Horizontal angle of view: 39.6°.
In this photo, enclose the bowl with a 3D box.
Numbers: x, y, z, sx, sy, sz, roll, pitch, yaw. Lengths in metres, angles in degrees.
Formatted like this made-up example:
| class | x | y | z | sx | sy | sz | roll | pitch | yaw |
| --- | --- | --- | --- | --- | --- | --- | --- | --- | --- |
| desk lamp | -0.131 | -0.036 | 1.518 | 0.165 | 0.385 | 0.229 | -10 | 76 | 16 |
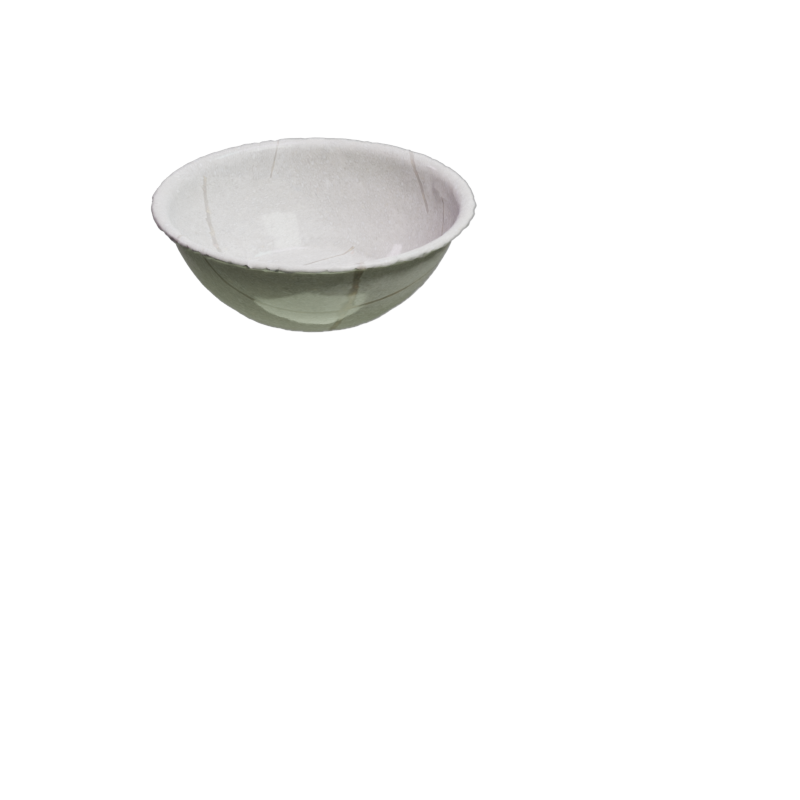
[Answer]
| class | x | y | z | sx | sy | sz | roll | pitch | yaw |
| --- | --- | --- | --- | --- | --- | --- | --- | --- | --- |
| bowl | -0.044 | -0.081 | 0.566 | 0.162 | 0.052 | 0.172 | -1 | 32 | -2 |
